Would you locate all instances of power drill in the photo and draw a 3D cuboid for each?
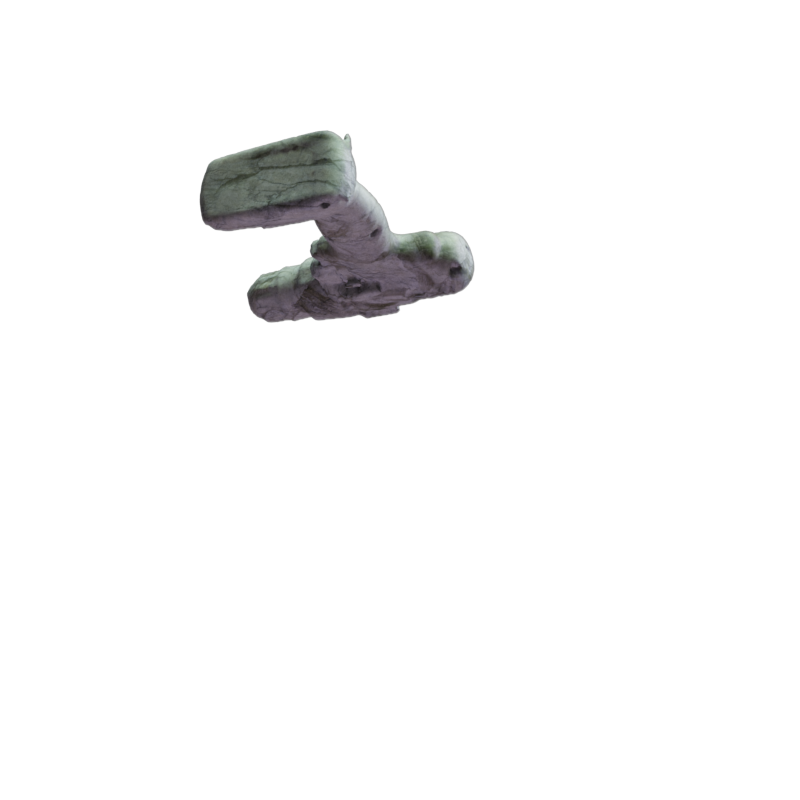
[{"bbox_3d":[-0.062,-0.112,0.788,0.188,0.061,0.175,-10,-23,24],"label":"power drill"}]
